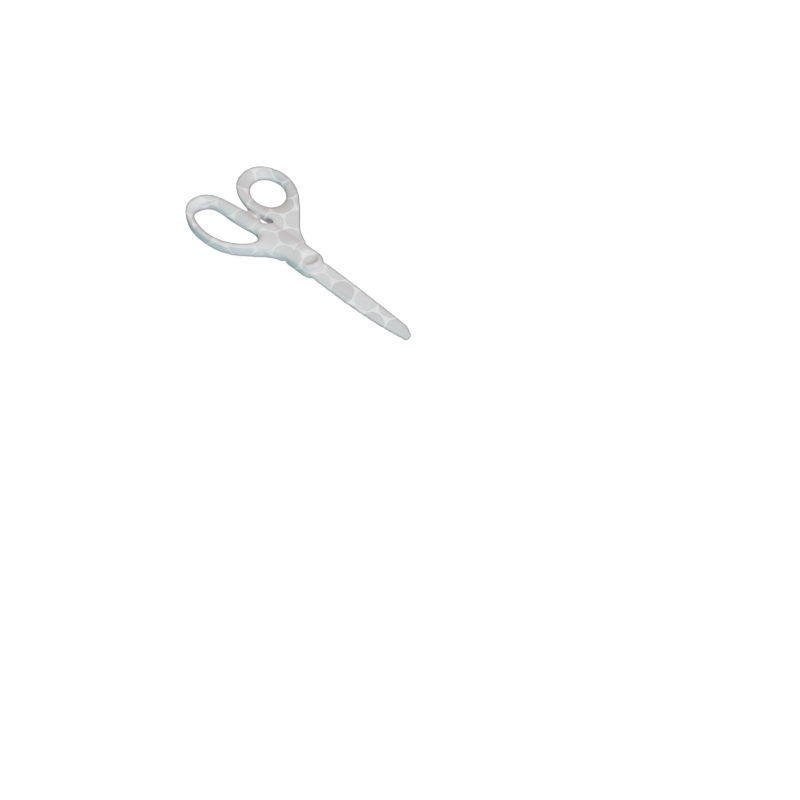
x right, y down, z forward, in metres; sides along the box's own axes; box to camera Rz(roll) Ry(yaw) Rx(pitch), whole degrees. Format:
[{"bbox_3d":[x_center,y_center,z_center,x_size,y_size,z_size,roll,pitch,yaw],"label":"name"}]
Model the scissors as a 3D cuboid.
[{"bbox_3d":[-0.065,-0.118,0.829,0.209,0.099,0.015,23,-33,16],"label":"scissors"}]
